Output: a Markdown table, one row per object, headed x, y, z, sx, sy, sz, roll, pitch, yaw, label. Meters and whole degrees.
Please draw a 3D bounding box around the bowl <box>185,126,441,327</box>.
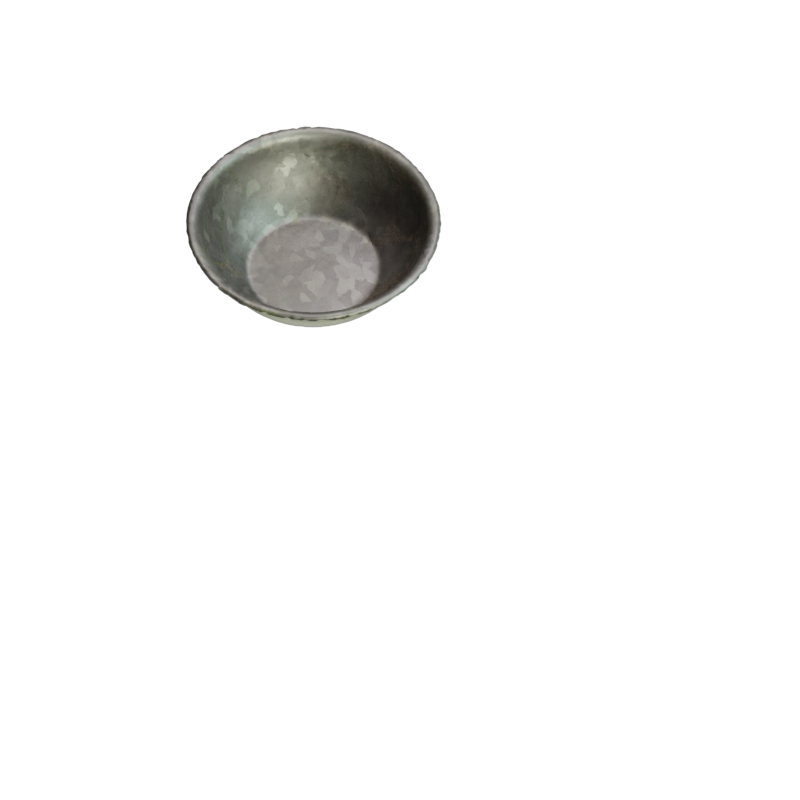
| x | y | z | sx | sy | sz | roll | pitch | yaw | label |
| --- | --- | --- | --- | --- | --- | --- | --- | --- | --- |
| -0.057 | -0.103 | 0.724 | 0.162 | 0.174 | 0.051 | -1 | -36 | -1 | bowl |
